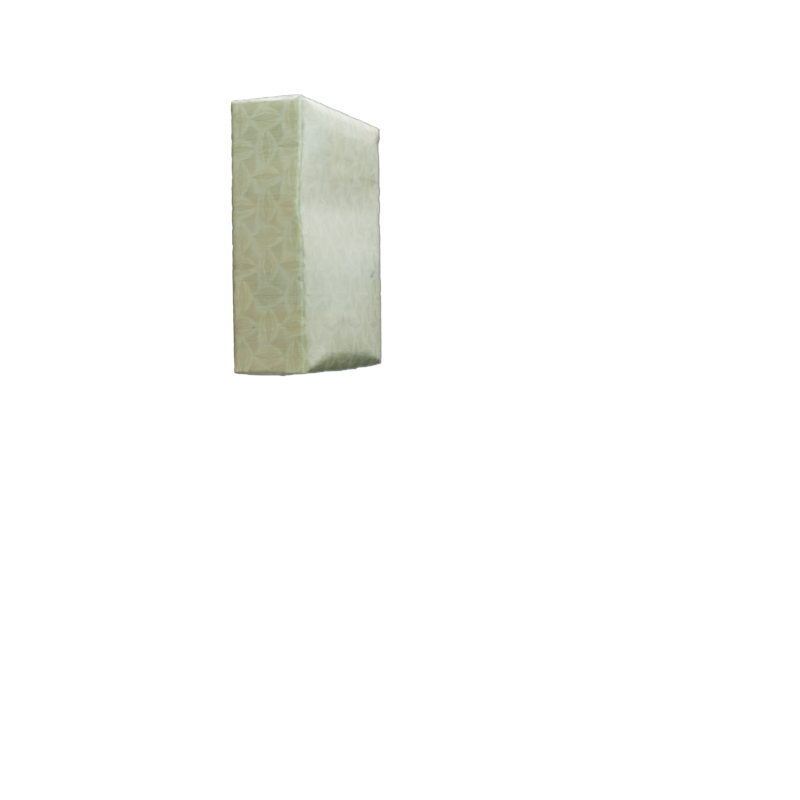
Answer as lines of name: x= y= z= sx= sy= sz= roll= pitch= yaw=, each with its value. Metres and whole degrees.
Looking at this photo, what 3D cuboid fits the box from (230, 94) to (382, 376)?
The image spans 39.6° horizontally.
box: x=-0.071 y=-0.130 z=0.913 sx=0.074 sy=0.216 sz=0.159 roll=-2 pitch=-2 yaw=22
